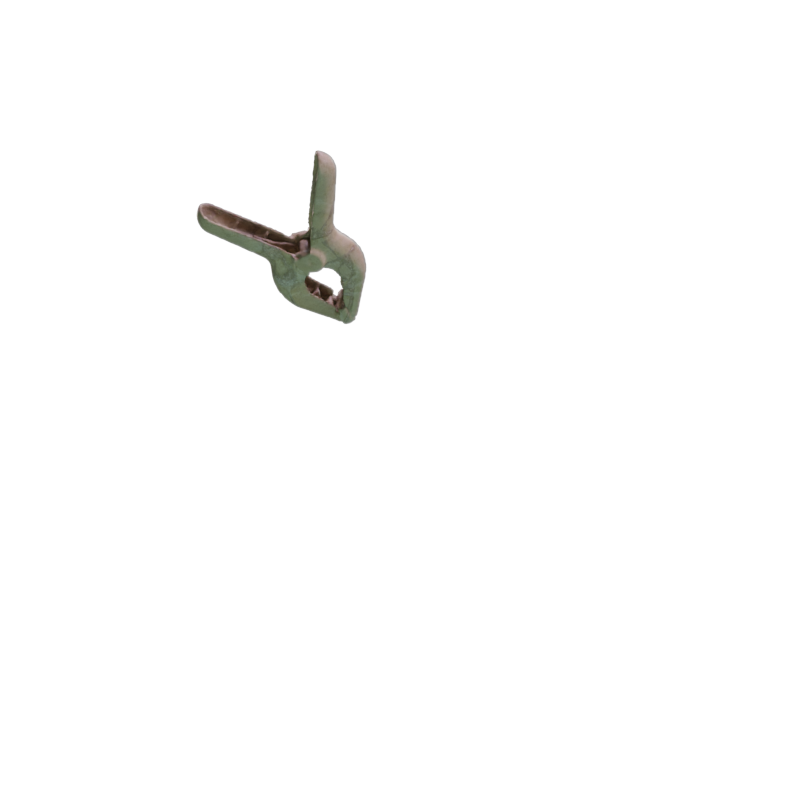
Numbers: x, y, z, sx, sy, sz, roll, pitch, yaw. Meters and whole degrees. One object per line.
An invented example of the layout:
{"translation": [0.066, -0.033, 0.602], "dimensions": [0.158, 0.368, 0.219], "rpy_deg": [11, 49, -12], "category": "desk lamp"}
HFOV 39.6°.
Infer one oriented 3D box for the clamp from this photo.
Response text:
{"translation": [-0.072, -0.131, 0.914], "dimensions": [0.120, 0.042, 0.159], "rpy_deg": [-24, -46, 26], "category": "clamp"}
